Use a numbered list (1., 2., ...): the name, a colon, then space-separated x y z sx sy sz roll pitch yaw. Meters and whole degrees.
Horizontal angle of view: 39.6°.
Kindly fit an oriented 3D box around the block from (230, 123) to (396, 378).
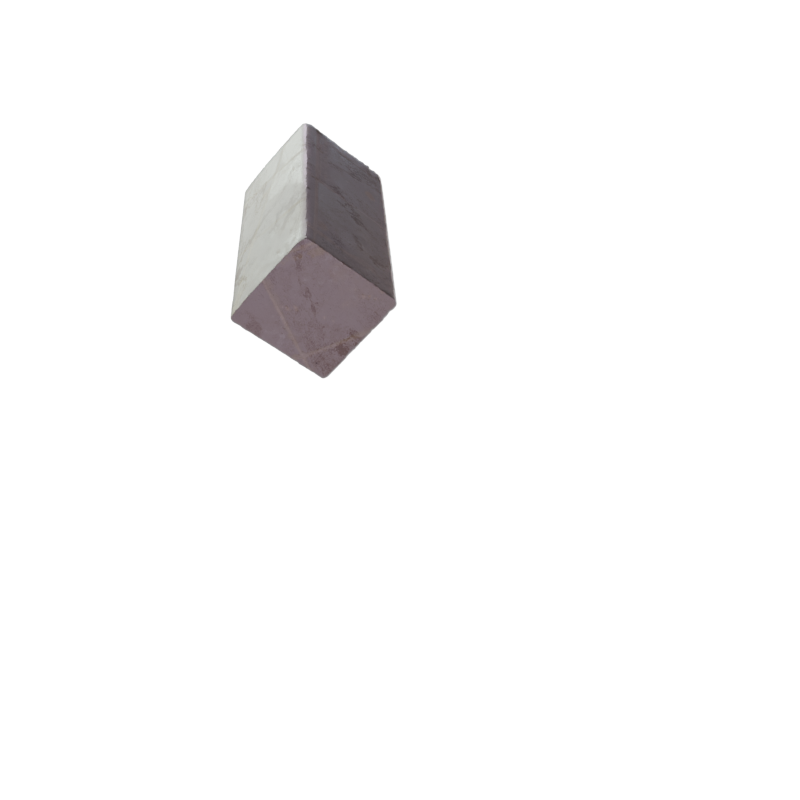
1. block: -0.070 -0.128 0.891 0.086 0.088 0.220 33 26 -23
